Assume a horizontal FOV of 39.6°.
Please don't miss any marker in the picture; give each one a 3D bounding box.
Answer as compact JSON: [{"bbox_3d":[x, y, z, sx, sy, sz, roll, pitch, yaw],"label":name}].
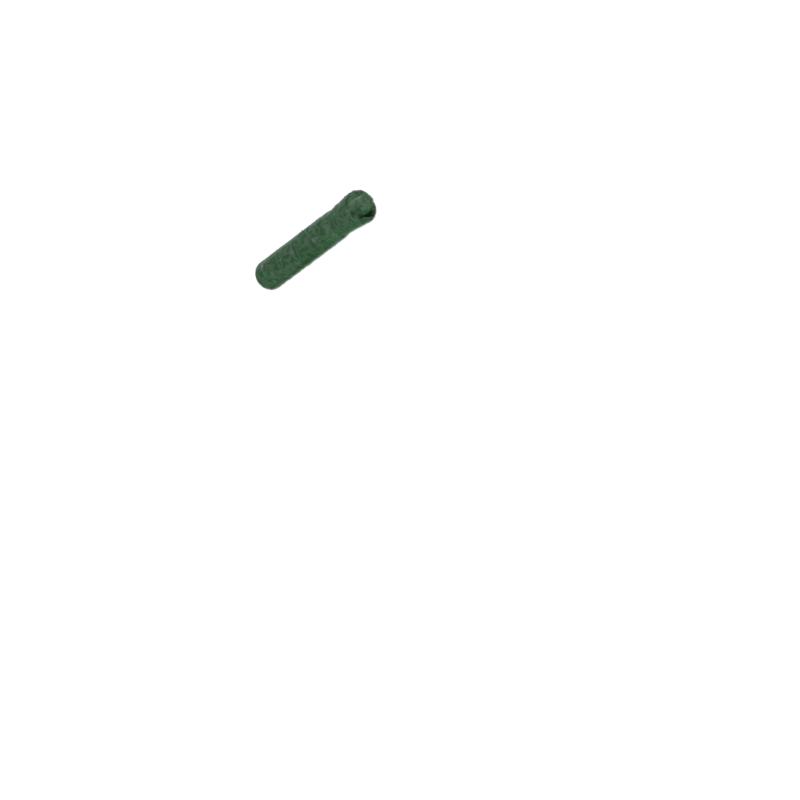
[{"bbox_3d":[-0.048,-0.088,0.613,0.019,0.020,0.121,-2,-12,-31],"label":"marker"}]
